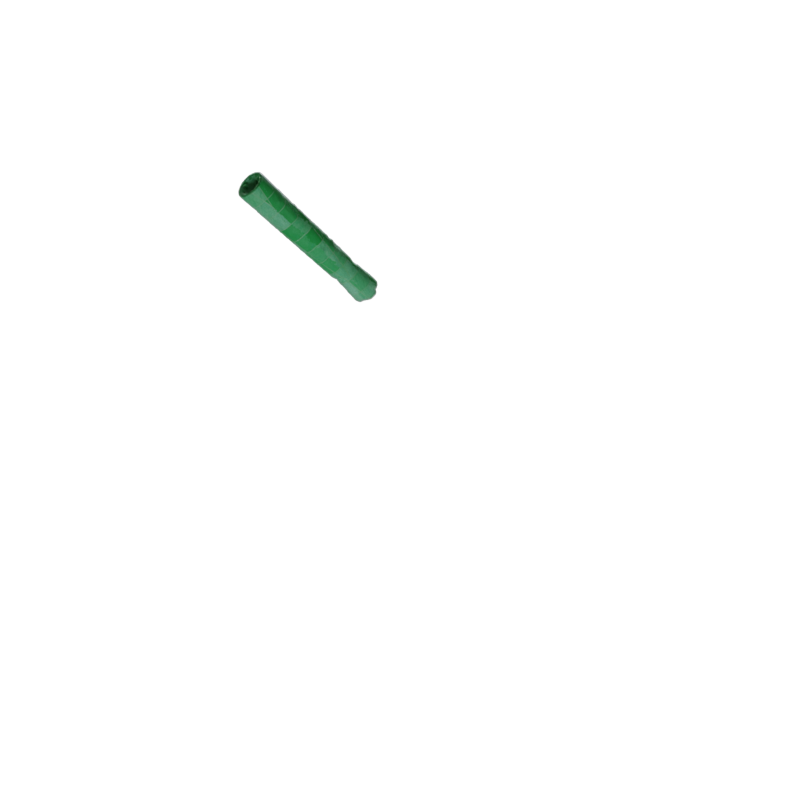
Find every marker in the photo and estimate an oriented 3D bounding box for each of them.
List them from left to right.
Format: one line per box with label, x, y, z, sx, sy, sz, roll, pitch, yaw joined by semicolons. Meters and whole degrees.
marker;-0.053;-0.097;0.682;0.021;0.020;0.112;3;-29;47
